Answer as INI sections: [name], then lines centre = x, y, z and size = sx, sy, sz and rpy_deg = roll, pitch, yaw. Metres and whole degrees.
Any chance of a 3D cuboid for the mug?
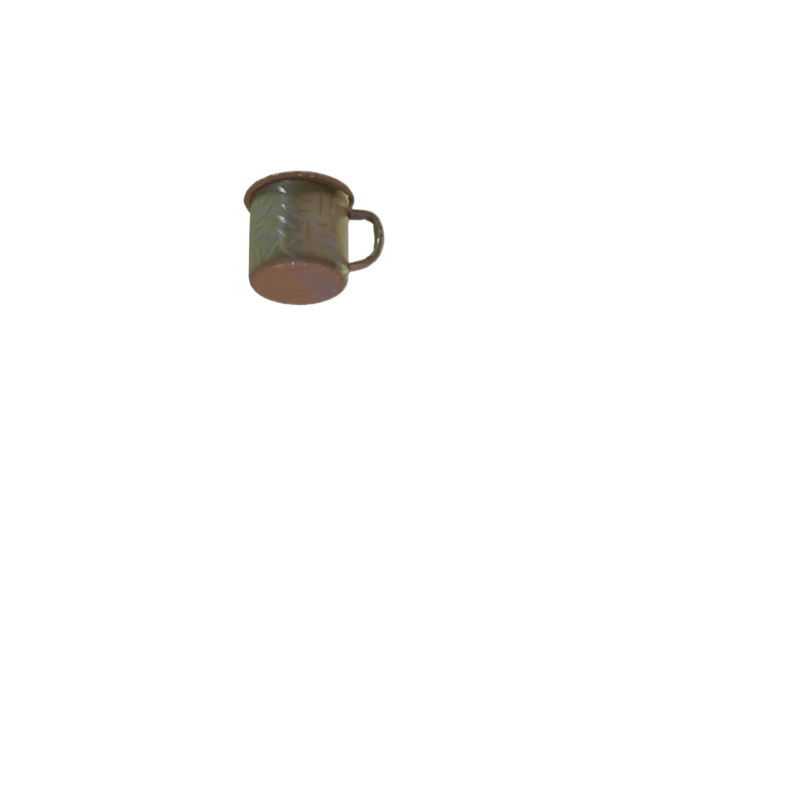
[mug]
centre = -0.071, -0.130, 0.913
size = 0.117, 0.086, 0.088
rpy_deg = 0, -25, -1
